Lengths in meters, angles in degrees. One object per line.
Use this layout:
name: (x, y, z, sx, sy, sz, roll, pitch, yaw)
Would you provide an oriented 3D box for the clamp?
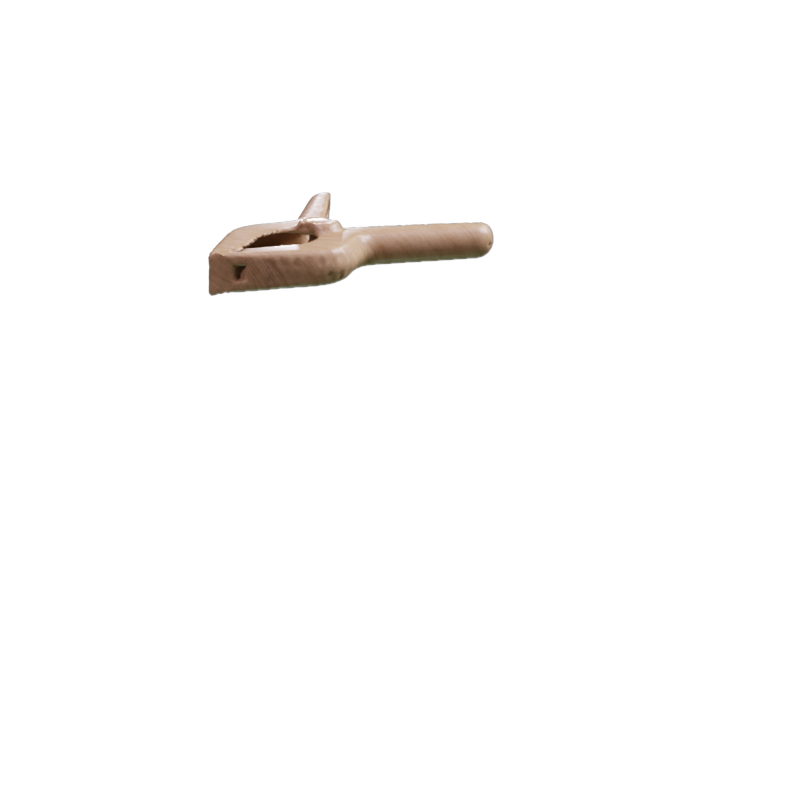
clamp: (-0.061, -0.111, 0.777, 0.206, 0.035, 0.174, -19, 29, -41)
